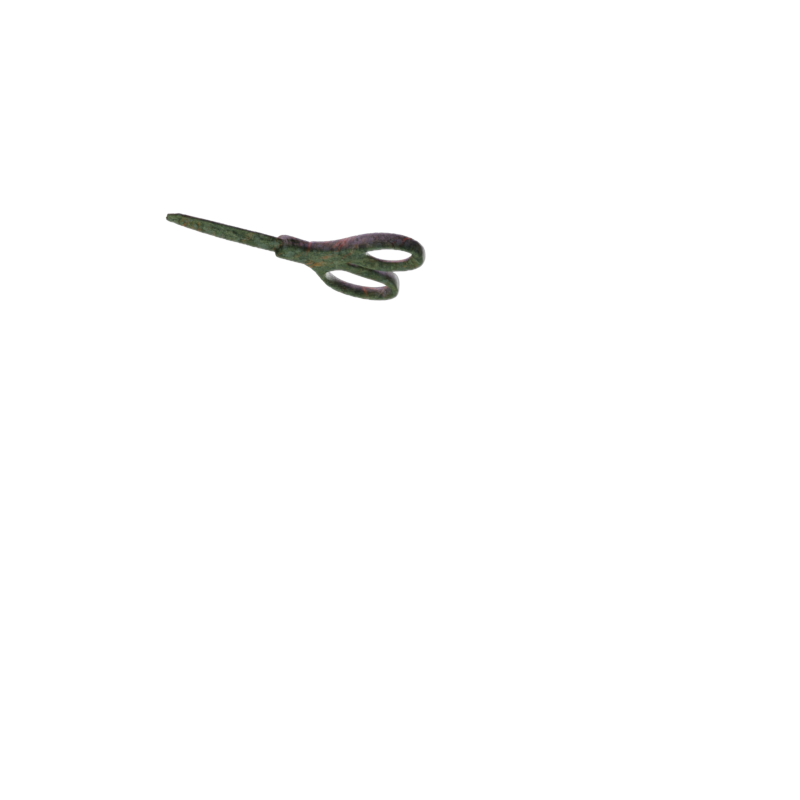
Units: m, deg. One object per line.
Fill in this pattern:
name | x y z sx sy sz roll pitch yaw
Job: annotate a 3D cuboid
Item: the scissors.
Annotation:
scissors | -0.064 -0.117 0.821 0.189 0.017 0.096 21 -32 -39
